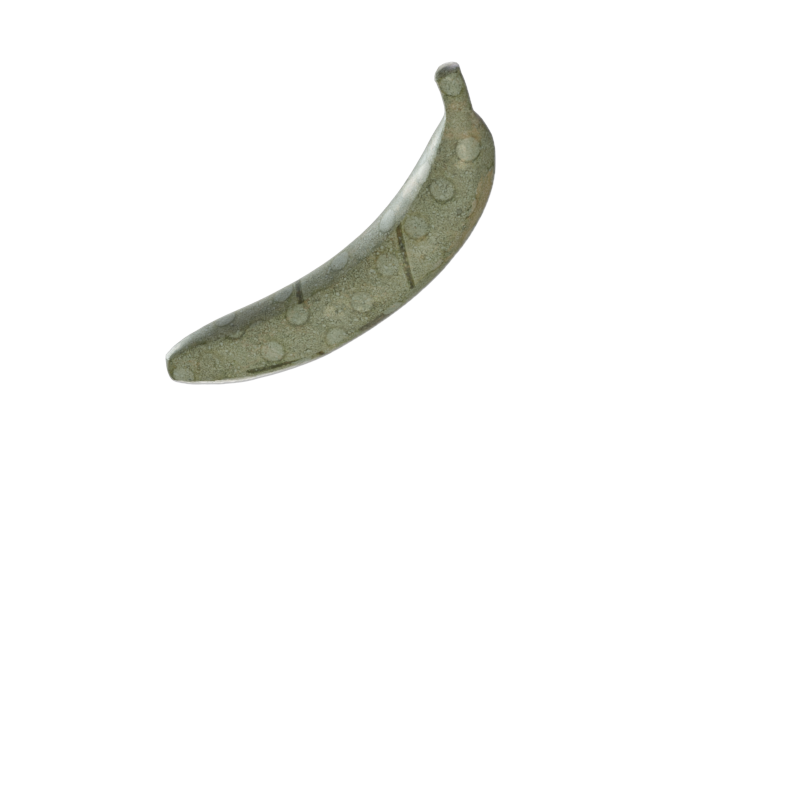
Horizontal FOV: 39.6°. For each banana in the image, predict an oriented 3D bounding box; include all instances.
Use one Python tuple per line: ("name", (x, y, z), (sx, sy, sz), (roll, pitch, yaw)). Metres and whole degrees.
("banana", (-0.022, -0.063, 0.492), (0.066, 0.194, 0.039), (37, 24, -21))
